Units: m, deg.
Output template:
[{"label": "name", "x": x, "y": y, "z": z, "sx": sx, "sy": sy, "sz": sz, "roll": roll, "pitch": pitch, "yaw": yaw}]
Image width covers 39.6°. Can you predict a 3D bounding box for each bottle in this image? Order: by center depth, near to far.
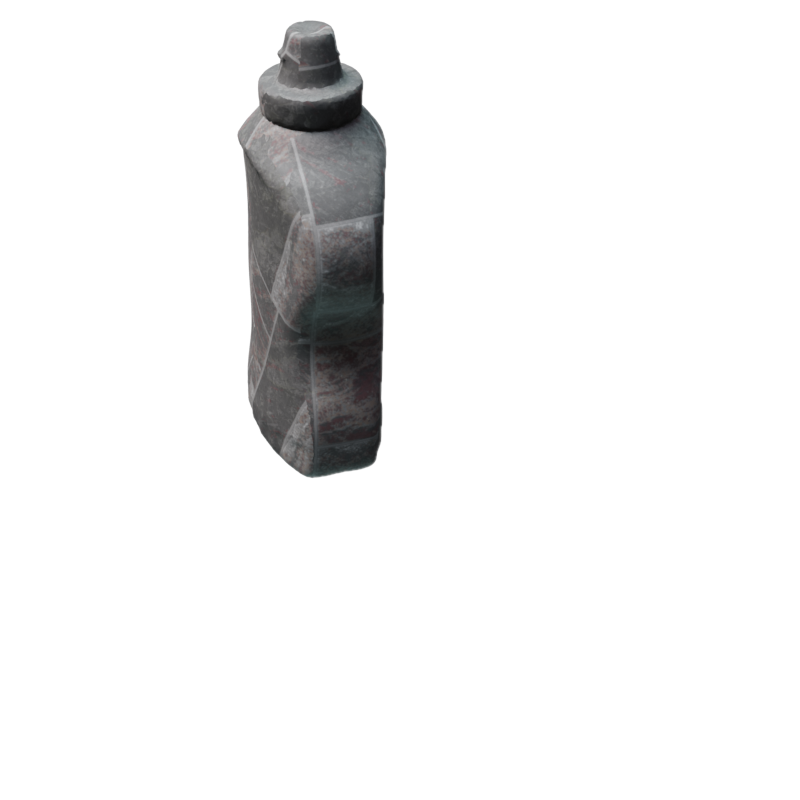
[{"label": "bottle", "x": -0.037, "y": -0.067, "z": 0.470, "sx": 0.058, "sy": 0.179, "sz": 0.104, "roll": -8, "pitch": 37, "yaw": -15}]
